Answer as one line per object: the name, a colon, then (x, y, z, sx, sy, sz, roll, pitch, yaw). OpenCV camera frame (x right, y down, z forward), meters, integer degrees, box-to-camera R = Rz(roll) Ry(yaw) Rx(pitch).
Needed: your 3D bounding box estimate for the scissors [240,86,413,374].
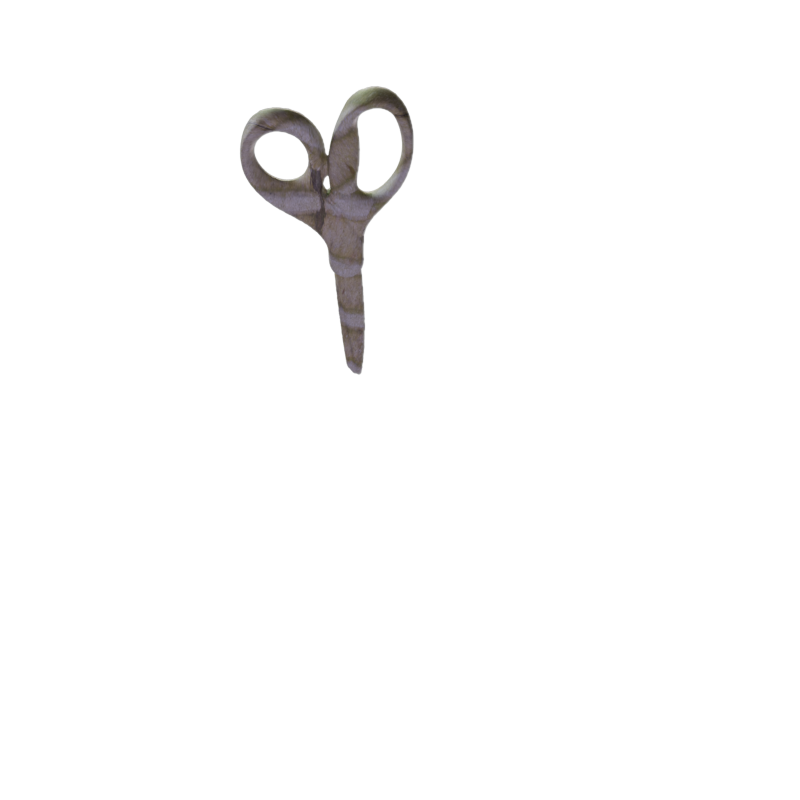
scissors: (-0.047, -0.086, 0.600, 0.095, 0.017, 0.191, 10, -45, -10)
